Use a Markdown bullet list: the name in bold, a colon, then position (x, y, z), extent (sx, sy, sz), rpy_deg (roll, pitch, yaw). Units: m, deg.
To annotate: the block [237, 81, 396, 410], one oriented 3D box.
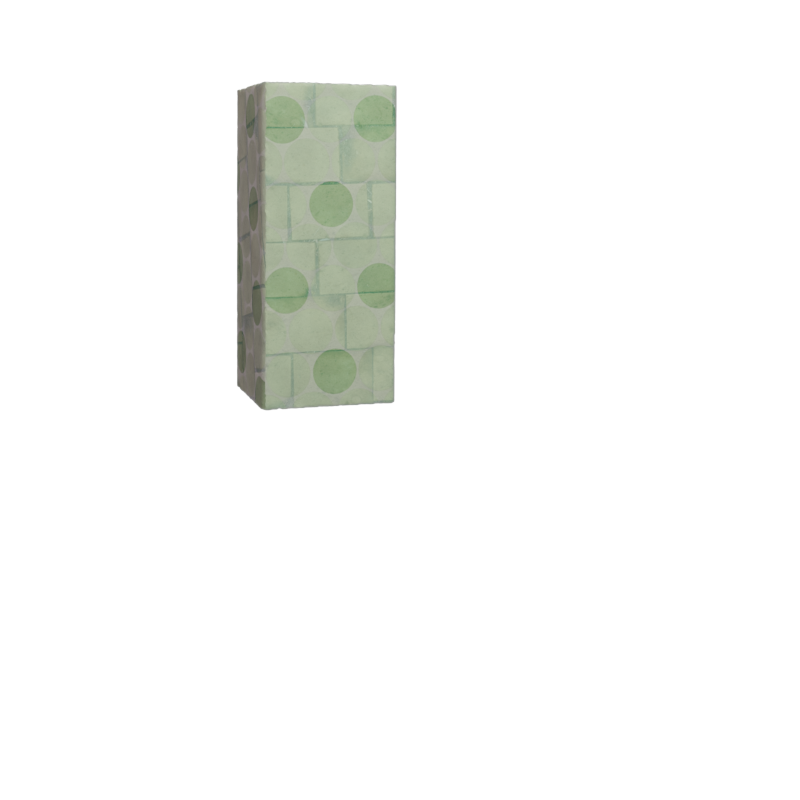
- **block**: position (-0.058, -0.106, 0.745), extent (0.089, 0.204, 0.093), rpy_deg (-1, 5, -18)
